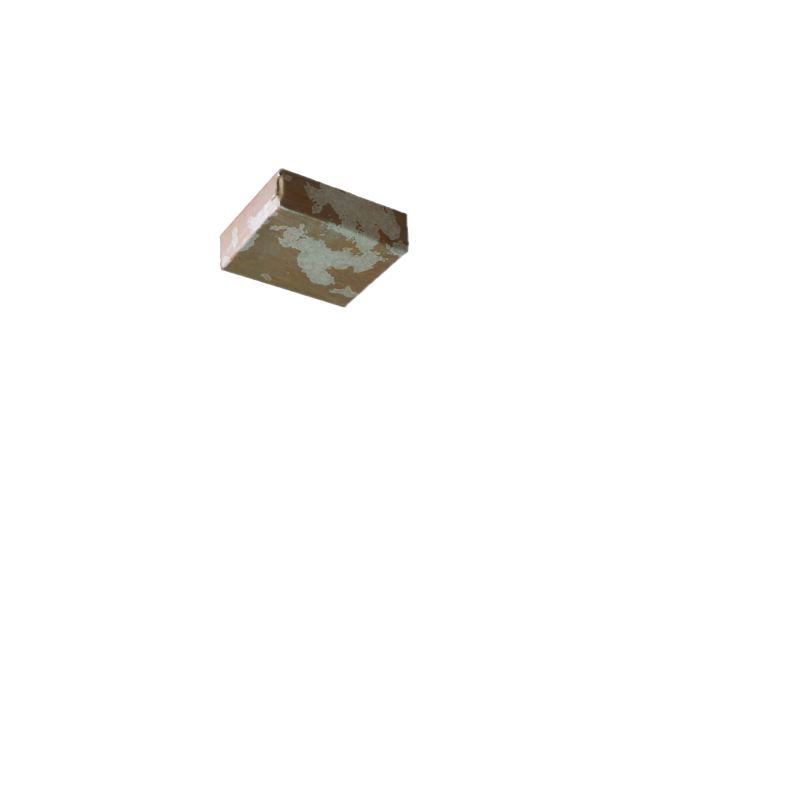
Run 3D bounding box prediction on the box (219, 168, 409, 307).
[{"bbox_3d":[-0.064,-0.116,0.813,0.108,0.042,0.088,19,-36,-28],"label":"box"}]
